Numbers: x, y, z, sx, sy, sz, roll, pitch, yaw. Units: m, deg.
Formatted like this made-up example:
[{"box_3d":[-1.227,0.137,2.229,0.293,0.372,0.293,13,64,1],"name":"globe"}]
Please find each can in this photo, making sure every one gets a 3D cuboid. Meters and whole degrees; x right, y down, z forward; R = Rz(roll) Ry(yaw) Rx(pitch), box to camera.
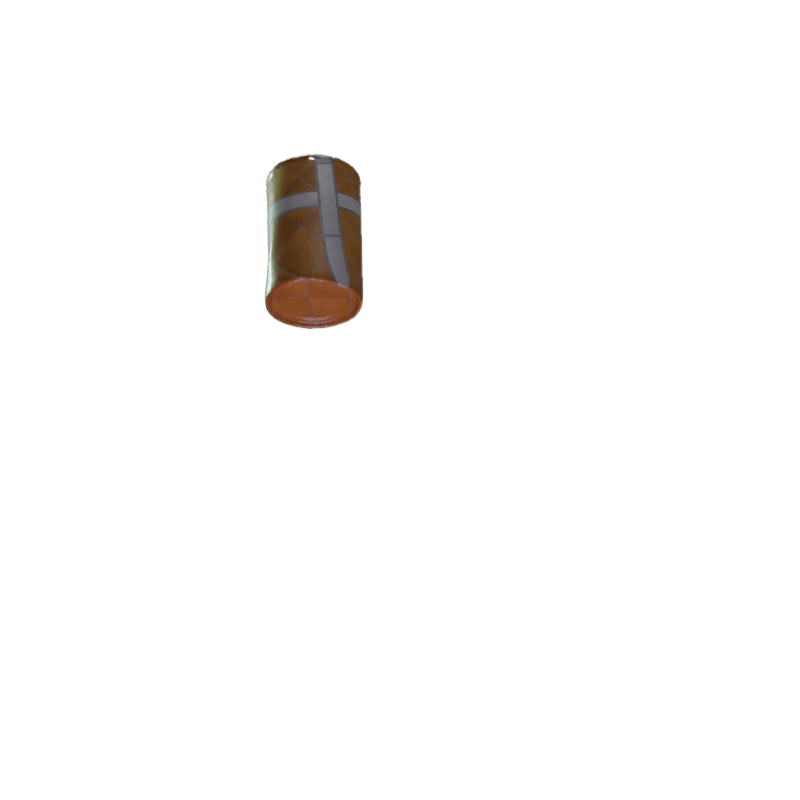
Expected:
[{"box_3d":[-0.060,-0.109,0.765,0.068,0.109,0.064,0,-30,-2],"name":"can"}]
